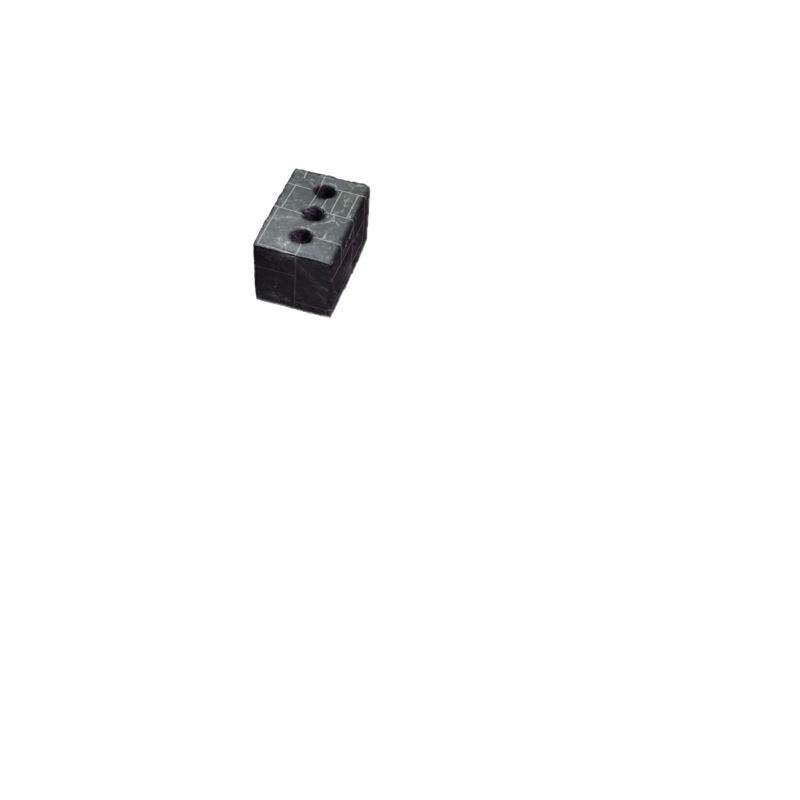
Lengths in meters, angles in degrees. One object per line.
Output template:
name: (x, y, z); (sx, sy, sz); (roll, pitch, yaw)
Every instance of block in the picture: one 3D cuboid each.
block: (-0.055, -0.101, 0.705); (0.054, 0.082, 0.048); (13, -41, 10)
